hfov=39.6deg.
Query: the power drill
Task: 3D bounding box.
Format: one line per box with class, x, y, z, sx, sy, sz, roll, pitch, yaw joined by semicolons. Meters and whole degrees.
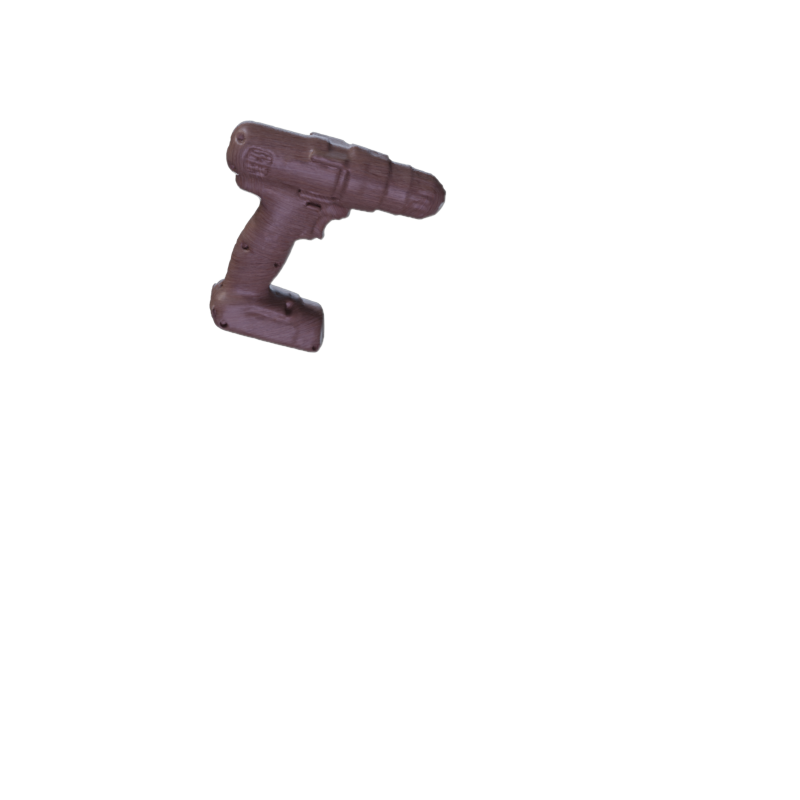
power drill;-0.073;-0.134;0.936;0.181;0.180;0.061;16;27;-9
